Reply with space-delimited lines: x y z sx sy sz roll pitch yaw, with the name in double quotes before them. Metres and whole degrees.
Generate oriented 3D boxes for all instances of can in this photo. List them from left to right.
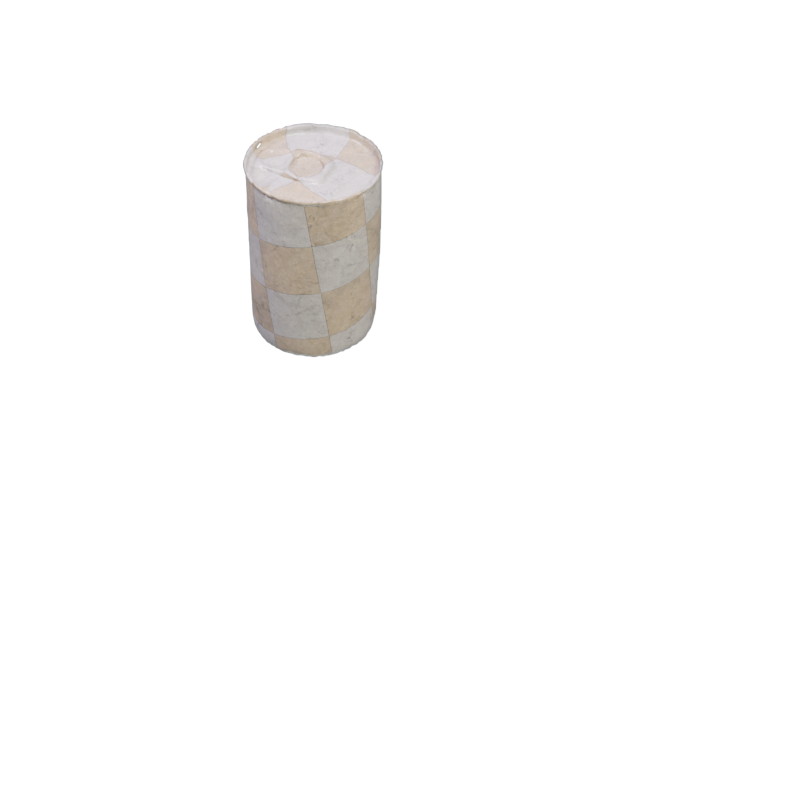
"can" -0.044 -0.081 0.568 0.068 0.095 0.074 0 43 -3
